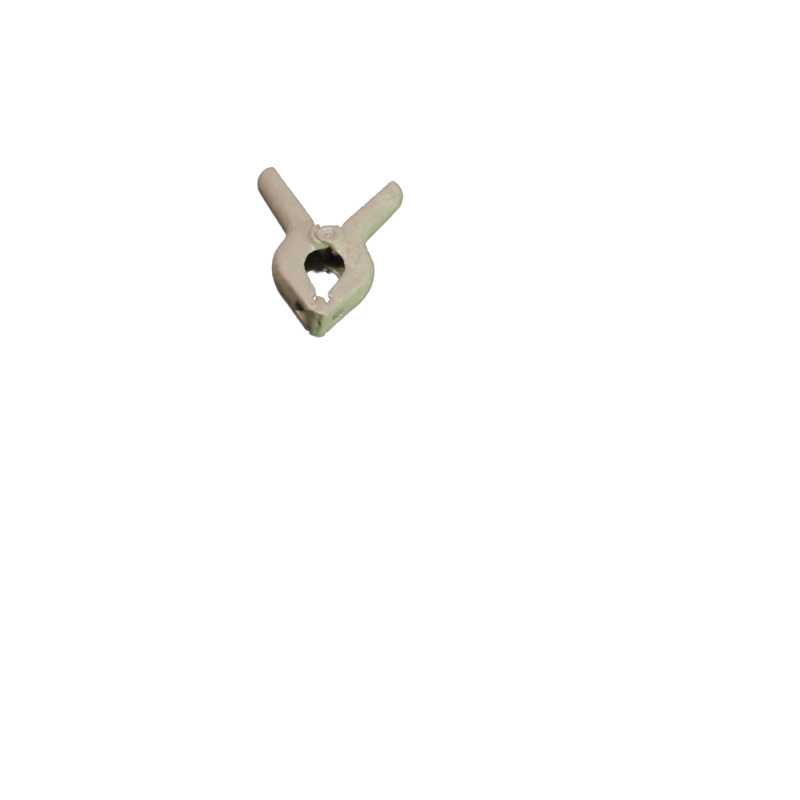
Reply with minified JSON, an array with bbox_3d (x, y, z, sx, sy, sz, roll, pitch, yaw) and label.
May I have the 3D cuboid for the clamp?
[{"bbox_3d":[-0.068,-0.125,0.875,0.122,0.036,0.182,7,45,7],"label":"clamp"}]
